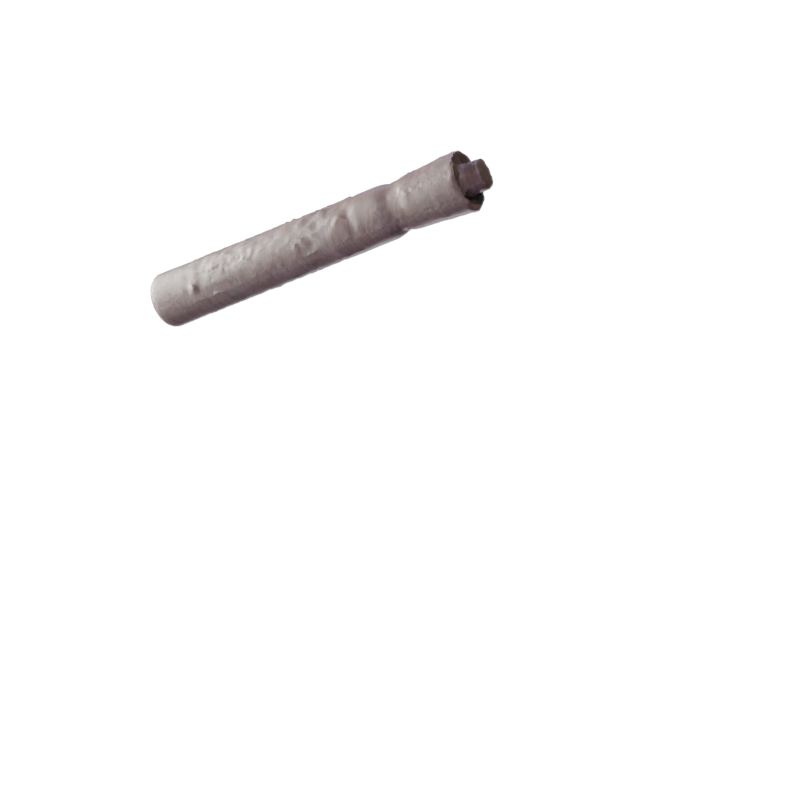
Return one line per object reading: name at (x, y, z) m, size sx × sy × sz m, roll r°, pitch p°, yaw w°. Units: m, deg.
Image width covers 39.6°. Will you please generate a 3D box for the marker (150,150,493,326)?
marker at (-0.027, -0.049, 0.345) m, size 0.122 × 0.020 × 0.019 m, roll -17°, pitch -5°, yaw 29°
